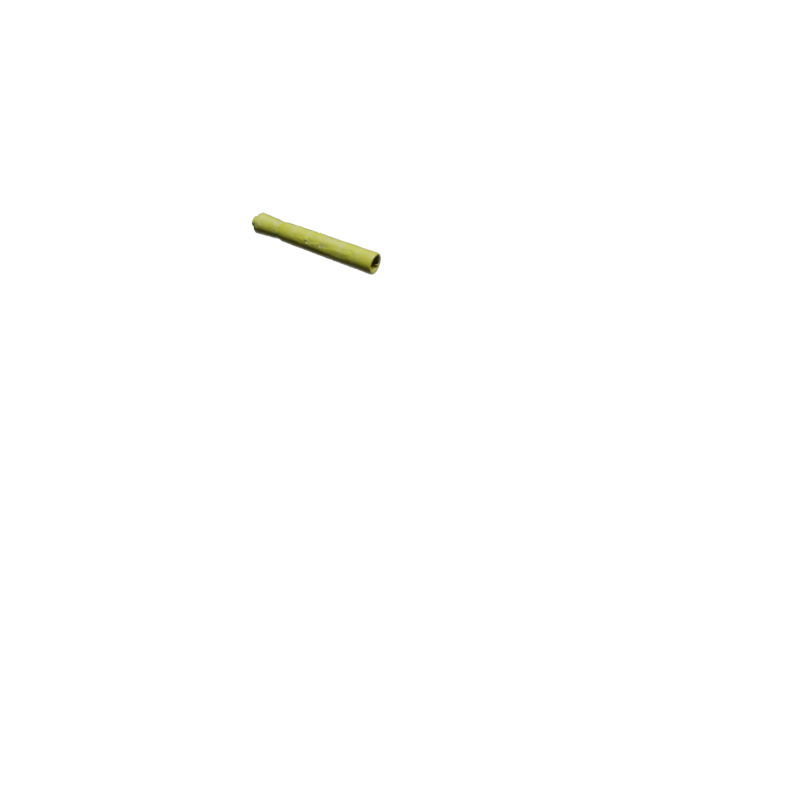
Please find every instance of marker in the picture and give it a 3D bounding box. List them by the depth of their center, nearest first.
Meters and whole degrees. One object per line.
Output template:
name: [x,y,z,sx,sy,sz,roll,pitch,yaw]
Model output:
marker: [-0.073,-0.132,0.926,0.127,0.019,0.019,23,14,26]
